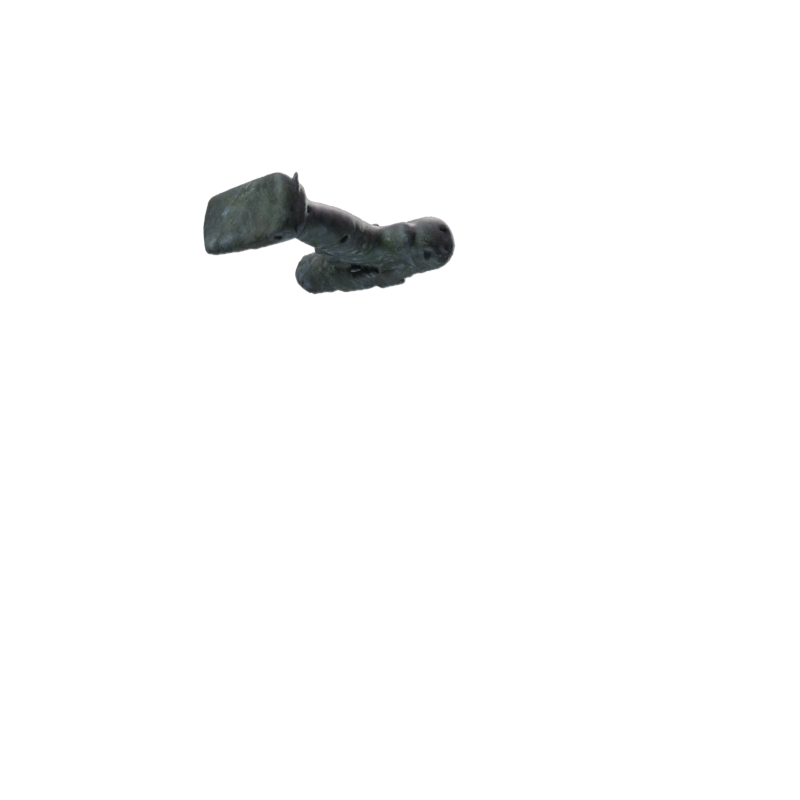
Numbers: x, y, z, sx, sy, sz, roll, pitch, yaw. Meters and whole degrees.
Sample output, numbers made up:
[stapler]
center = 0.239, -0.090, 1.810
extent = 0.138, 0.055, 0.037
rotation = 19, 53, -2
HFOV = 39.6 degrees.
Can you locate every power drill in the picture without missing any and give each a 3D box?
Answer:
[power drill]
center = -0.075, -0.138, 0.964
extent = 0.178, 0.059, 0.188
rotation = 10, -14, -43
